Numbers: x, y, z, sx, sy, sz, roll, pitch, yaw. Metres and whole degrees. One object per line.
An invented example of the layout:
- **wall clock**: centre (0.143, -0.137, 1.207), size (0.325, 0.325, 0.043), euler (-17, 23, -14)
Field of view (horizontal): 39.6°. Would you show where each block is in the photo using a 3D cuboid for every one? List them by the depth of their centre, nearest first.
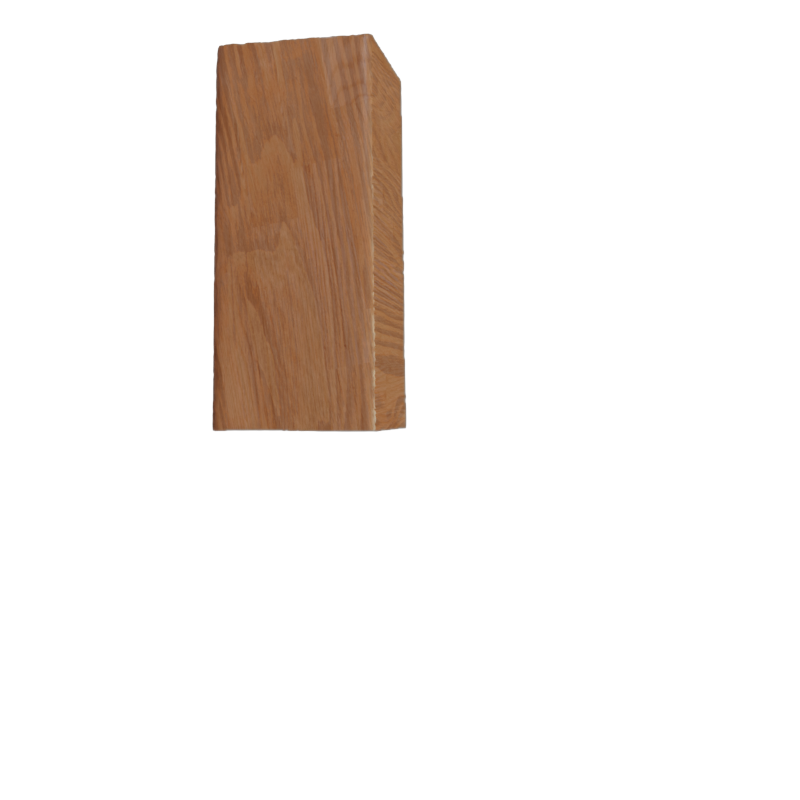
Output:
- **block**: centre (-0.049, -0.088, 0.617), size (0.091, 0.210, 0.088), euler (-2, -7, 12)
